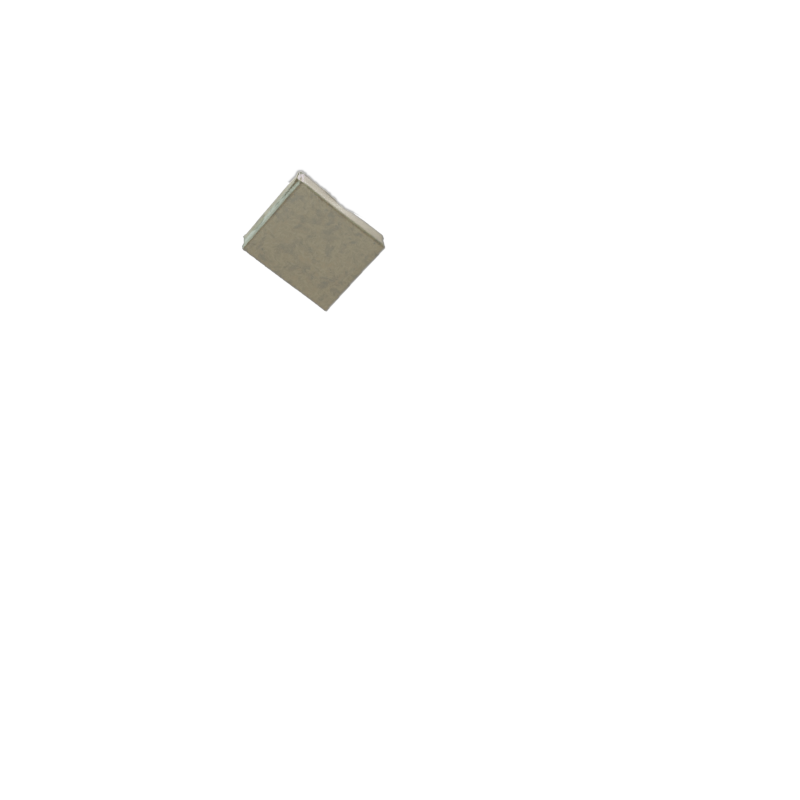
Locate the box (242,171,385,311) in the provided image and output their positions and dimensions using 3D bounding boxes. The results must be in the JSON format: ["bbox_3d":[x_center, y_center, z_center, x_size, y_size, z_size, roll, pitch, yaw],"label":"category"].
[{"bbox_3d":[-0.069,-0.125,0.875,0.086,0.072,0.032,38,18,-15],"label":"box"}]
